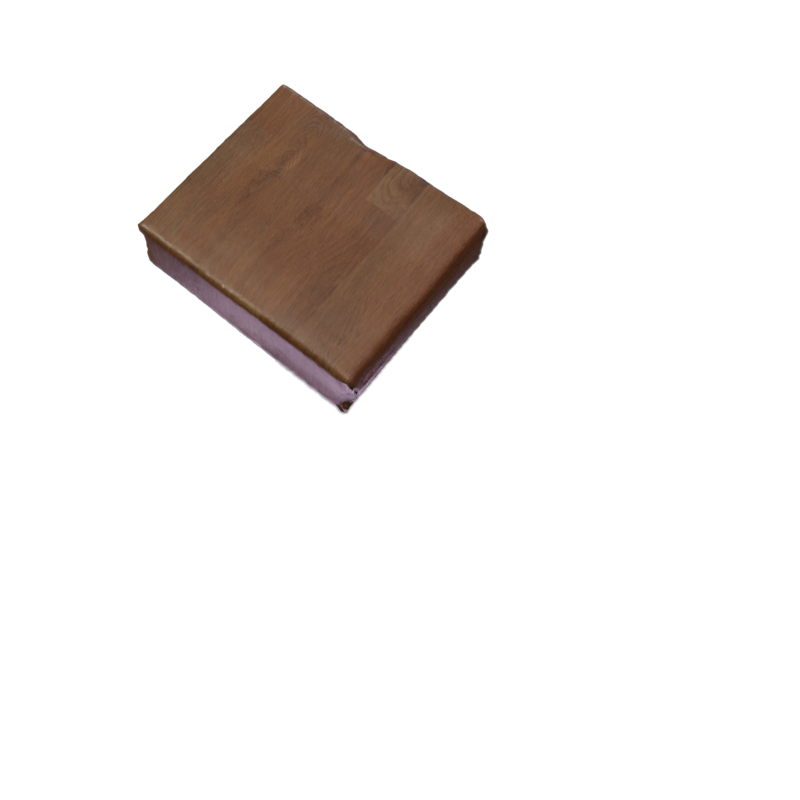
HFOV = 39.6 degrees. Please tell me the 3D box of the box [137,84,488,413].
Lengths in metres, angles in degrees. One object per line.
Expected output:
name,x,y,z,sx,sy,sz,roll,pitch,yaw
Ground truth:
box,-0.028,-0.052,0.365,0.093,0.074,0.028,36,-21,15
